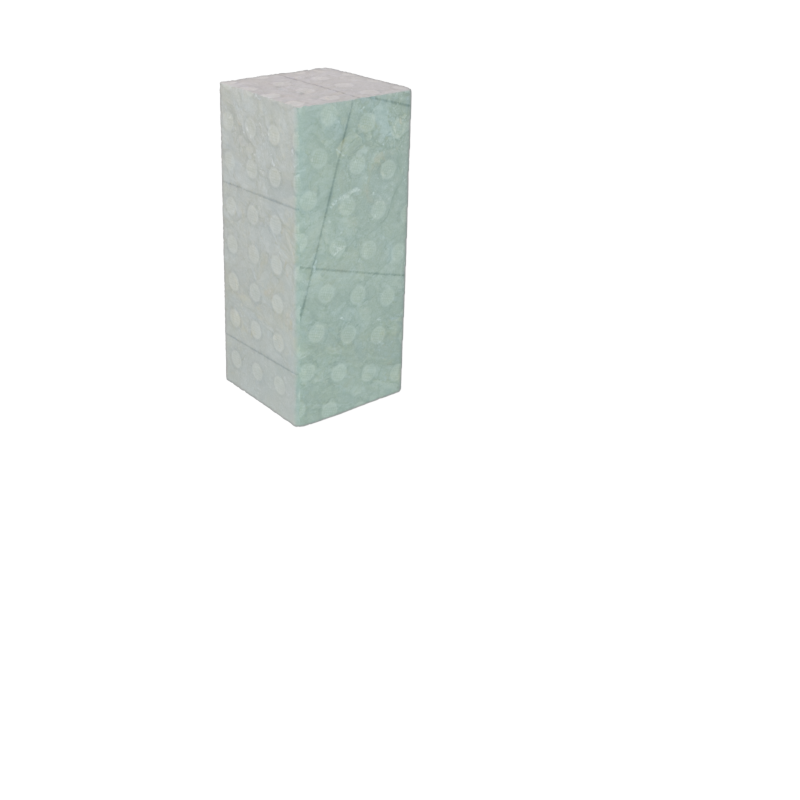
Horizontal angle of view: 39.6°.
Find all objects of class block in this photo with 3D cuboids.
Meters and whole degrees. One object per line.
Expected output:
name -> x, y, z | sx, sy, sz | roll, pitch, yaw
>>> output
block -> -0.056, -0.103, 0.720 | 0.088, 0.197, 0.097 | -15, 26, -36
